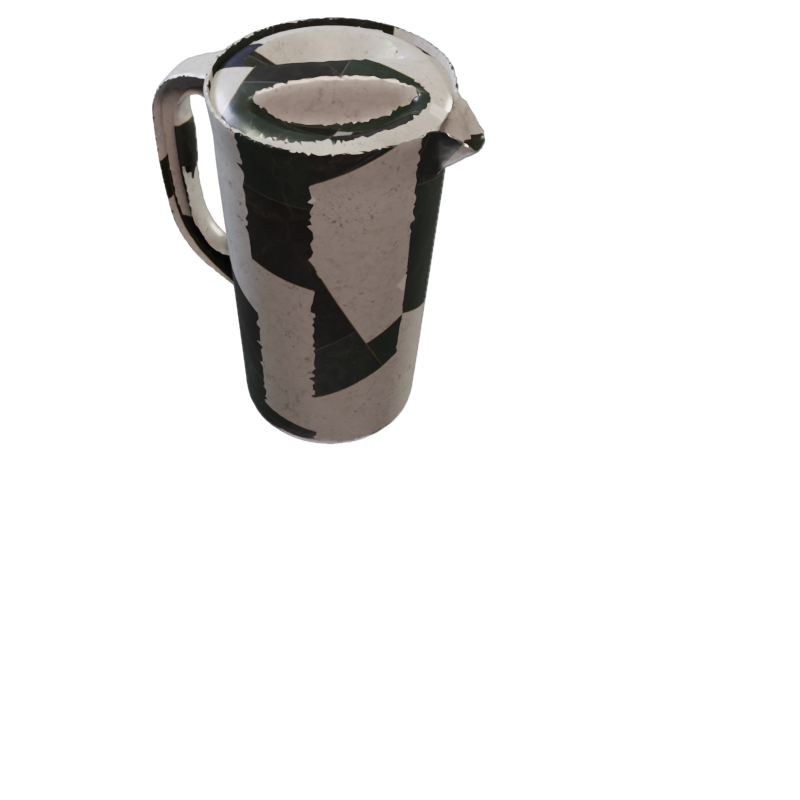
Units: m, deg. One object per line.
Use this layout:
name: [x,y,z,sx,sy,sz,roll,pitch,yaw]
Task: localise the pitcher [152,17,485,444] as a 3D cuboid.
pitcher: [-0.051,-0.093,0.652,0.143,0.226,0.161,-17,47,-20]
